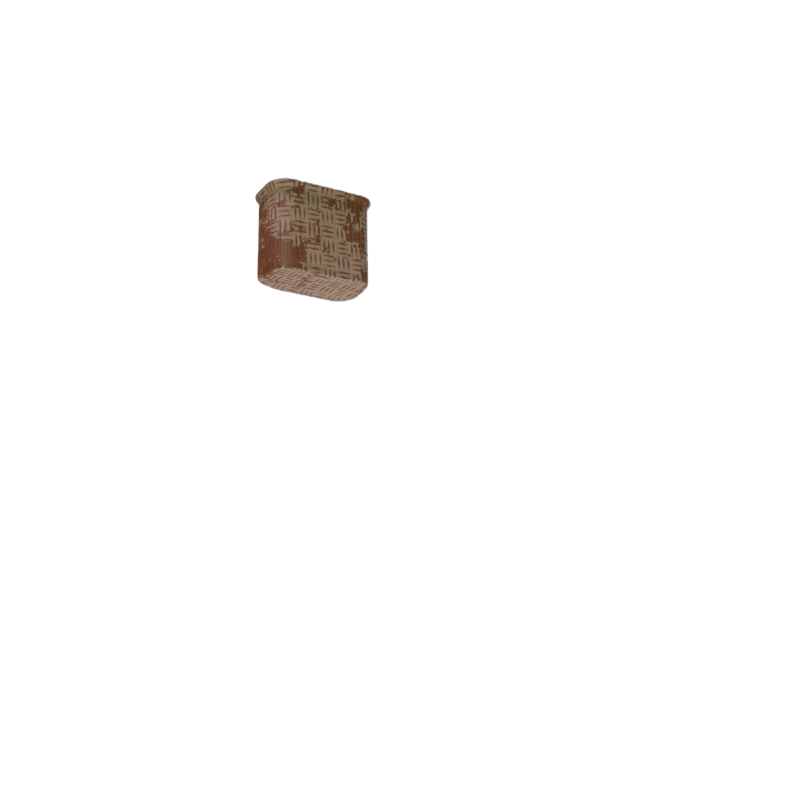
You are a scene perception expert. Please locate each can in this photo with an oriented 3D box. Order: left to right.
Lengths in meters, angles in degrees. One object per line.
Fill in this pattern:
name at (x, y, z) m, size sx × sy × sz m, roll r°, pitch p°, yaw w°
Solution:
can at (-0.076, -0.140, 0.978) m, size 0.098 × 0.088 × 0.057 m, roll 10°, pitch -24°, yaw -27°
